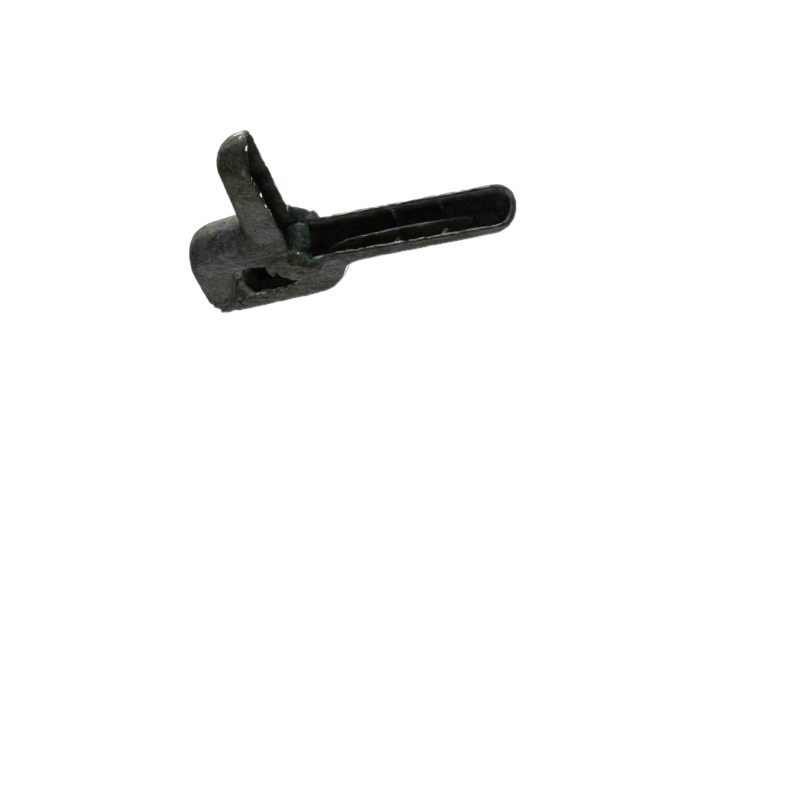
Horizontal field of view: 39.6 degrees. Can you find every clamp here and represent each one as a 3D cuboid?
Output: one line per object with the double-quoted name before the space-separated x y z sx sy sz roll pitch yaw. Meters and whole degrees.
"clamp" -0.048 -0.088 0.618 0.159 0.038 0.208 6 -15 -23
